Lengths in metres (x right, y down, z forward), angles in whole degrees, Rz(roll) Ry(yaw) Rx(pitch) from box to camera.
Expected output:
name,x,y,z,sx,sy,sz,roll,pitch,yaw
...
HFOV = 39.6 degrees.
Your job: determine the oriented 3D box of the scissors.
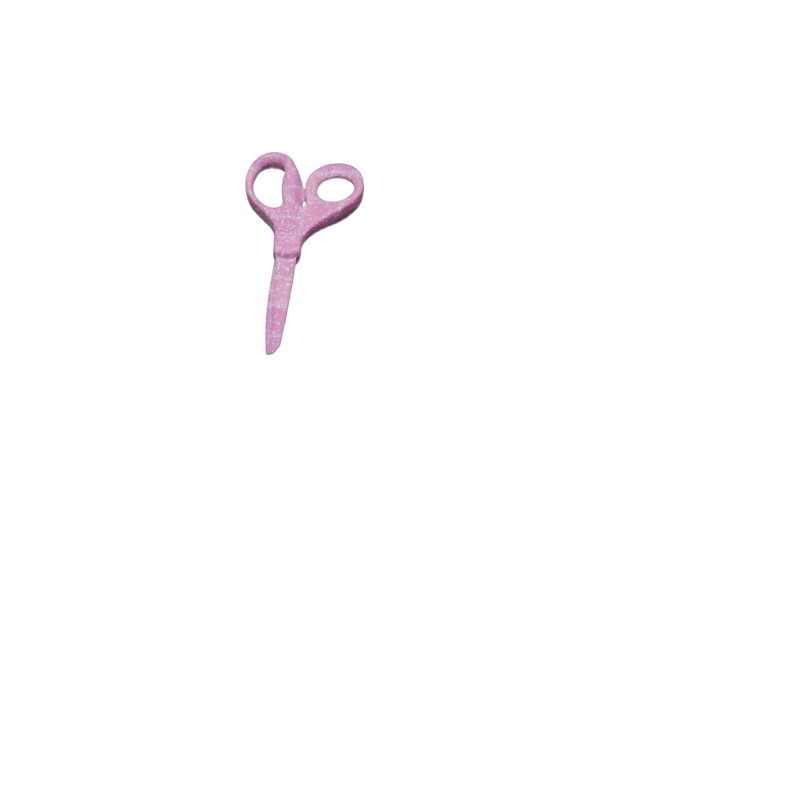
name,x,y,z,sx,sy,sz,roll,pitch,yaw
scissors,-0.060,-0.110,0.770,0.095,0.015,0.218,-9,46,-9
